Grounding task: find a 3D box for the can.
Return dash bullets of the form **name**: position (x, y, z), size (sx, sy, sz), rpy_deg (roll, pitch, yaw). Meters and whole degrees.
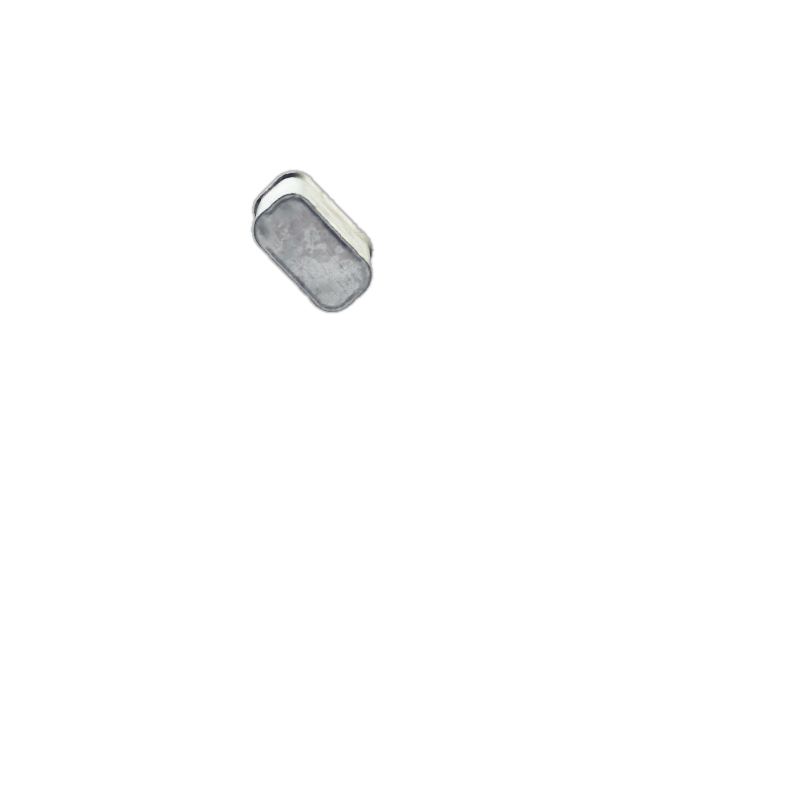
- **can**: position (-0.067, -0.122, 0.853), size (0.057, 0.099, 0.087), rpy_deg (-42, 13, 10)
